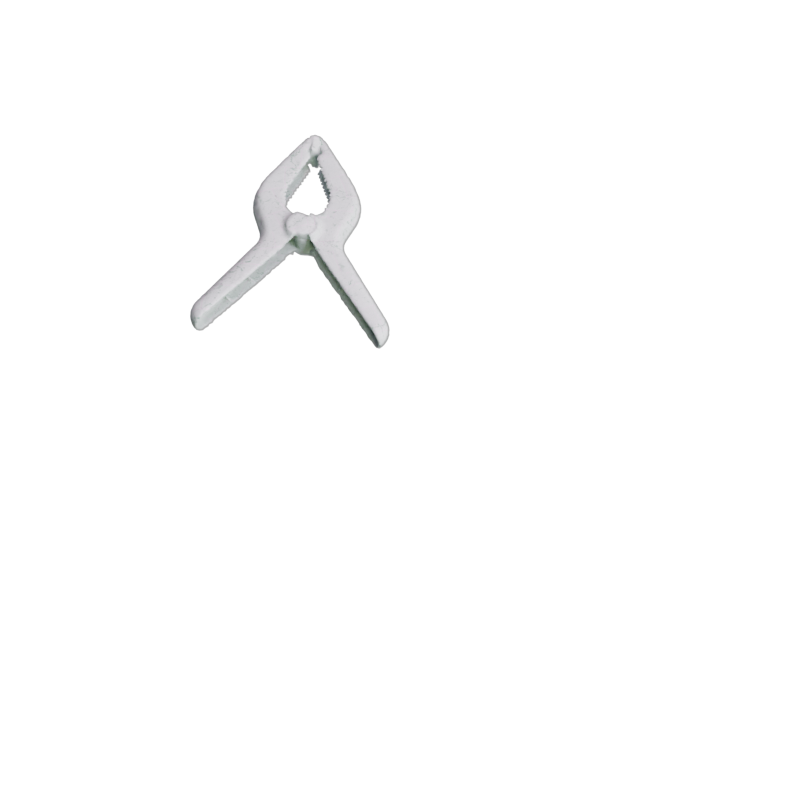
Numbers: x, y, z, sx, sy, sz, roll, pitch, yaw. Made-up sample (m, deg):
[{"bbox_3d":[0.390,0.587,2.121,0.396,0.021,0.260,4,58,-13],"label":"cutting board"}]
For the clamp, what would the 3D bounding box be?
[{"bbox_3d":[-0.075,-0.137,0.960,0.166,0.221,0.034,11,-30,6],"label":"clamp"}]
